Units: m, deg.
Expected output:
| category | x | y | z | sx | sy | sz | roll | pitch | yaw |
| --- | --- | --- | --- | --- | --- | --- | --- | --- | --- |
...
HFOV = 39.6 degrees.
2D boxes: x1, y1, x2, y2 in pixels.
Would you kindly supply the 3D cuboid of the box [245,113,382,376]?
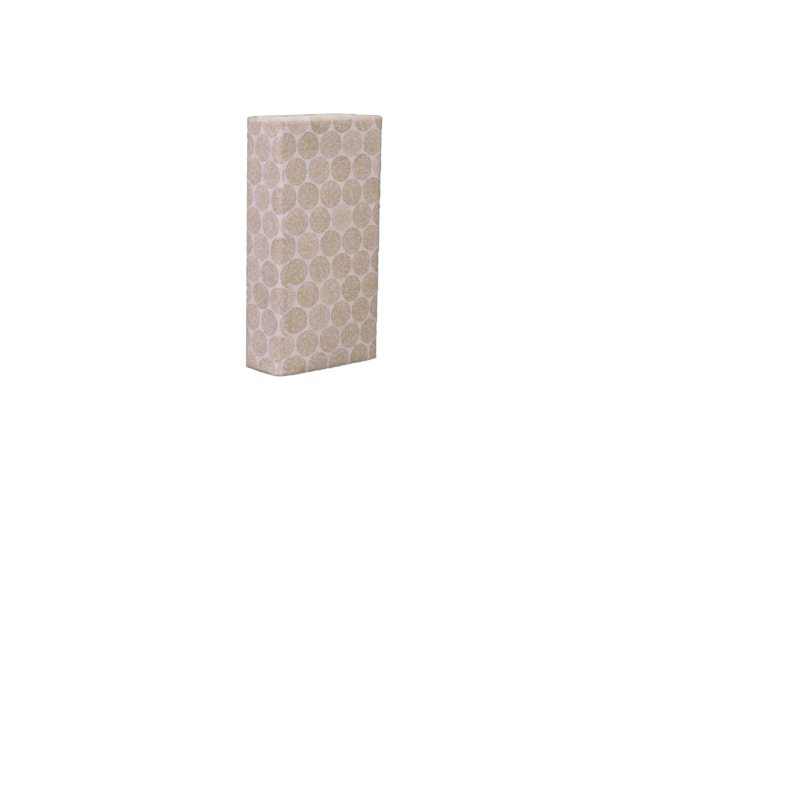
| category | x | y | z | sx | sy | sz | roll | pitch | yaw |
| --- | --- | --- | --- | --- | --- | --- | --- | --- | --- |
| box | -0.060 | -0.110 | 0.772 | 0.091 | 0.173 | 0.050 | -8 | 12 | -41 |
